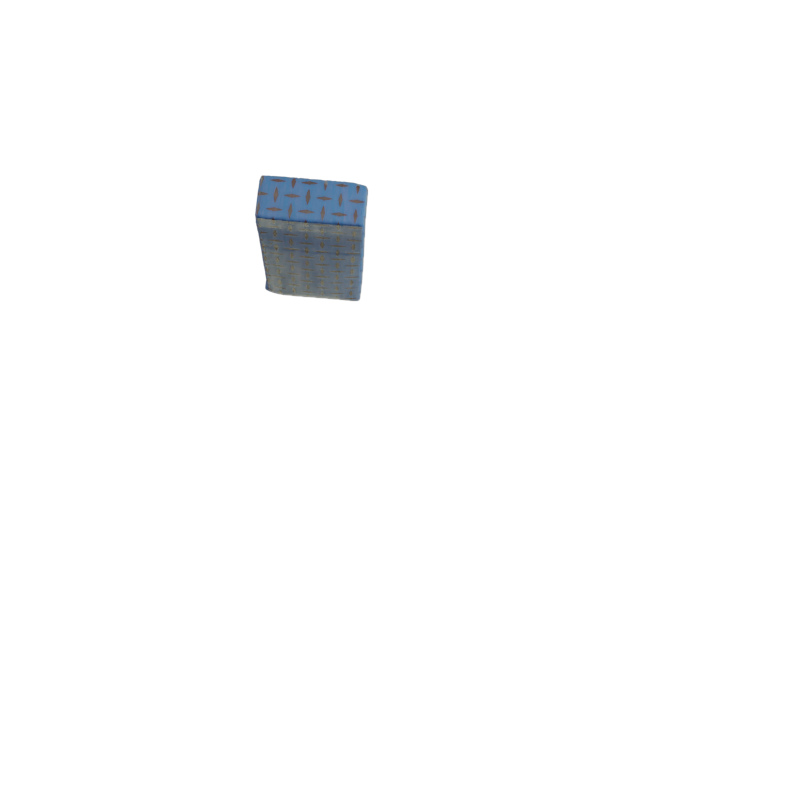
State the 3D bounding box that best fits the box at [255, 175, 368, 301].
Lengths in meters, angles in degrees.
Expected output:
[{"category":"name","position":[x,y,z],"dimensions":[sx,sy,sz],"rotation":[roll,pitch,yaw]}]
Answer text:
[{"category":"box","position":[-0.077,-0.142,0.992],"dimensions":[0.093,0.050,0.168],"rotation":[6,-20,-1]}]
